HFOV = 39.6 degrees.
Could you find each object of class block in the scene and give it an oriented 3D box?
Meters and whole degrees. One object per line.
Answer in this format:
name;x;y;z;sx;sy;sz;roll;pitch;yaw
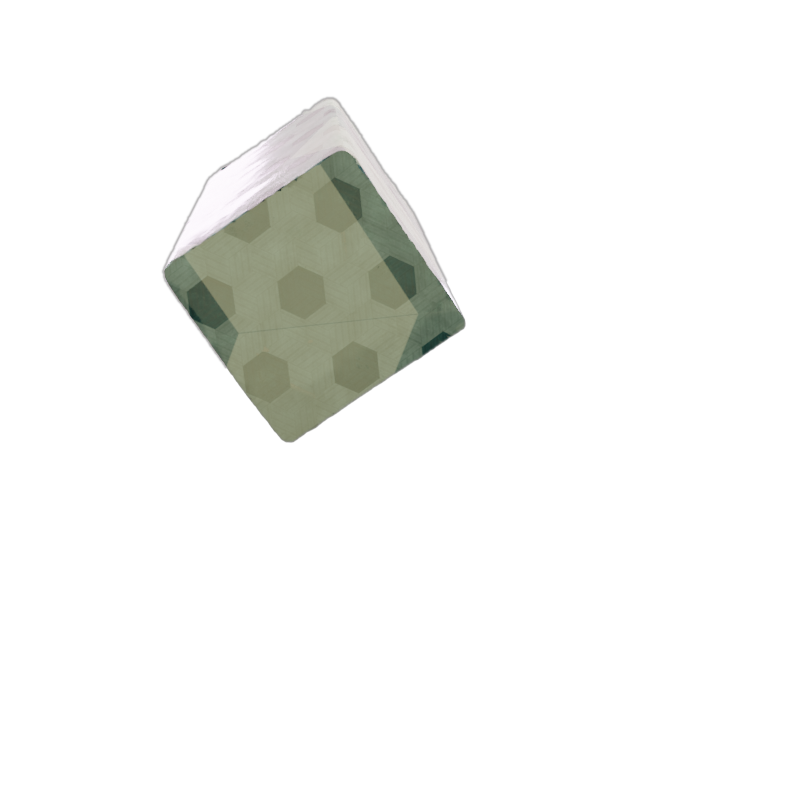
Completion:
block;-0.042;-0.076;0.533;0.090;0.087;0.215;-33;18;8
